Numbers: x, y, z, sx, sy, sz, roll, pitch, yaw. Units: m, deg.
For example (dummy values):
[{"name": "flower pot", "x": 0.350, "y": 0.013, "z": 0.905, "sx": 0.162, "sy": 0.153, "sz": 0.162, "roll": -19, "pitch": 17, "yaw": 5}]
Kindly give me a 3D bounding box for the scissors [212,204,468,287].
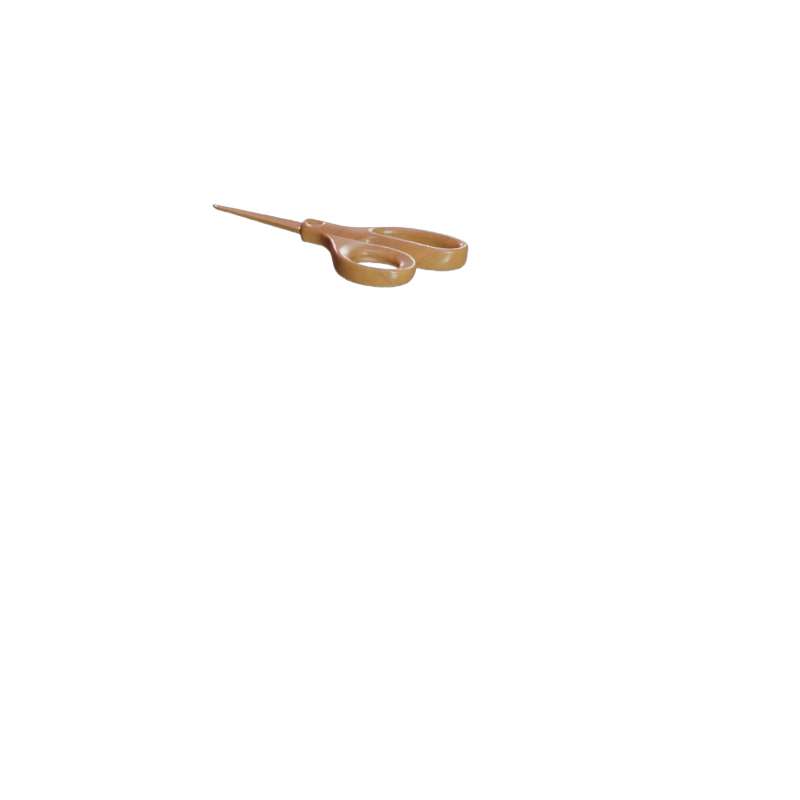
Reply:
[{"name": "scissors", "x": -0.057, "y": -0.105, "z": 0.733, "sx": 0.209, "sy": 0.015, "sz": 0.097, "roll": 11, "pitch": 27, "yaw": 21}]
